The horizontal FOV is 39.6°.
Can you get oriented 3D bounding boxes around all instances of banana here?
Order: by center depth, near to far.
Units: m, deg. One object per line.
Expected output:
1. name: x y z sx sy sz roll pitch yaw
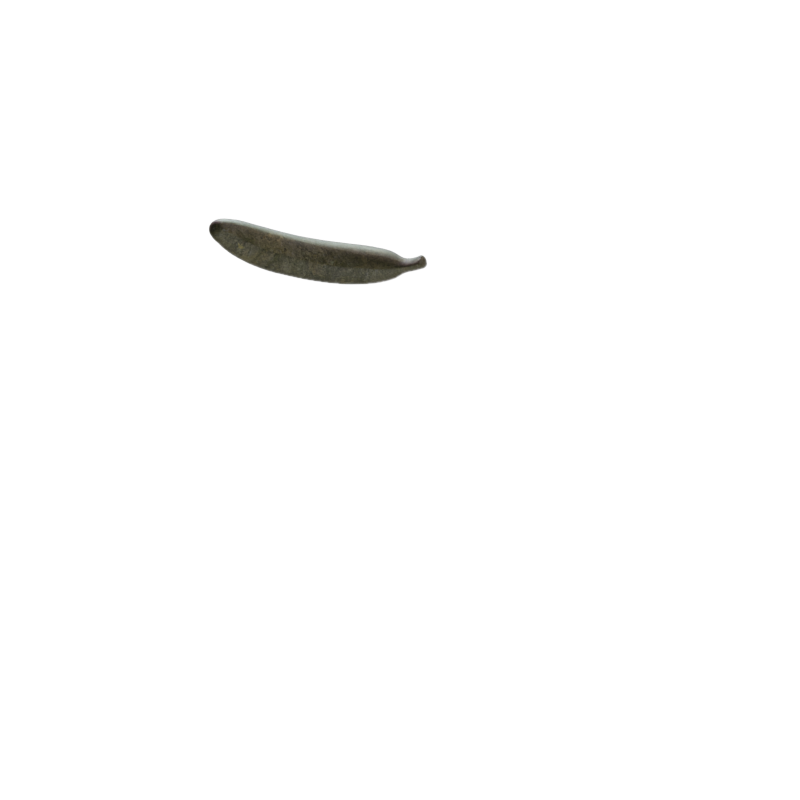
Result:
1. banana: -0.080 -0.134 1.000 0.193 0.039 0.067 6 -24 -15
